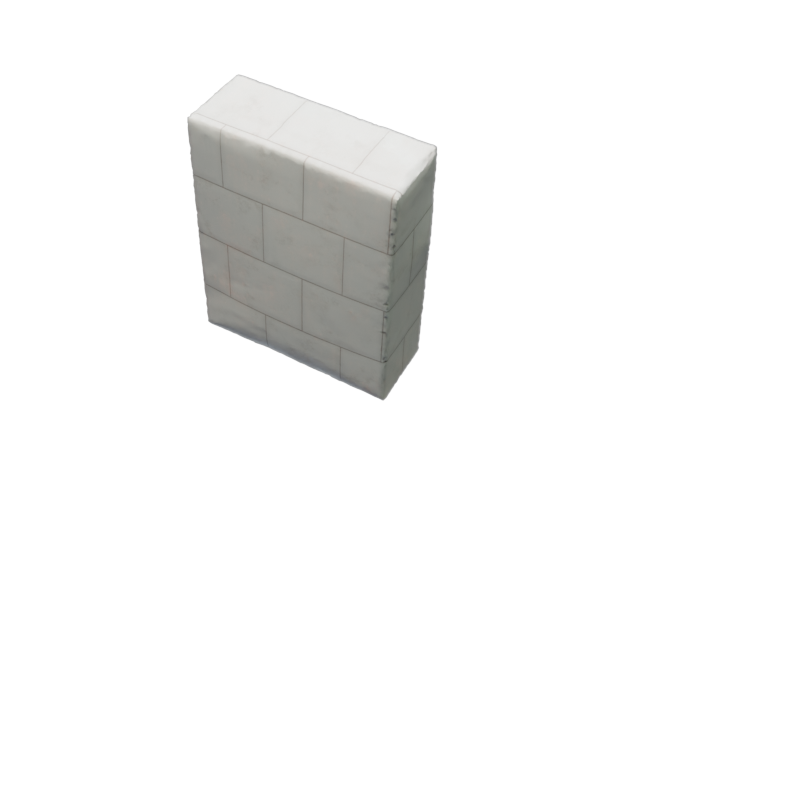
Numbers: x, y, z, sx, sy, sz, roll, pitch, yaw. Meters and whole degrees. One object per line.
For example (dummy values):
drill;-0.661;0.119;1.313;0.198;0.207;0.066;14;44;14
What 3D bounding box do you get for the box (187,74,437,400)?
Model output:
box;-0.064;-0.117;0.816;0.171;0.199;0.074;25;52;18
